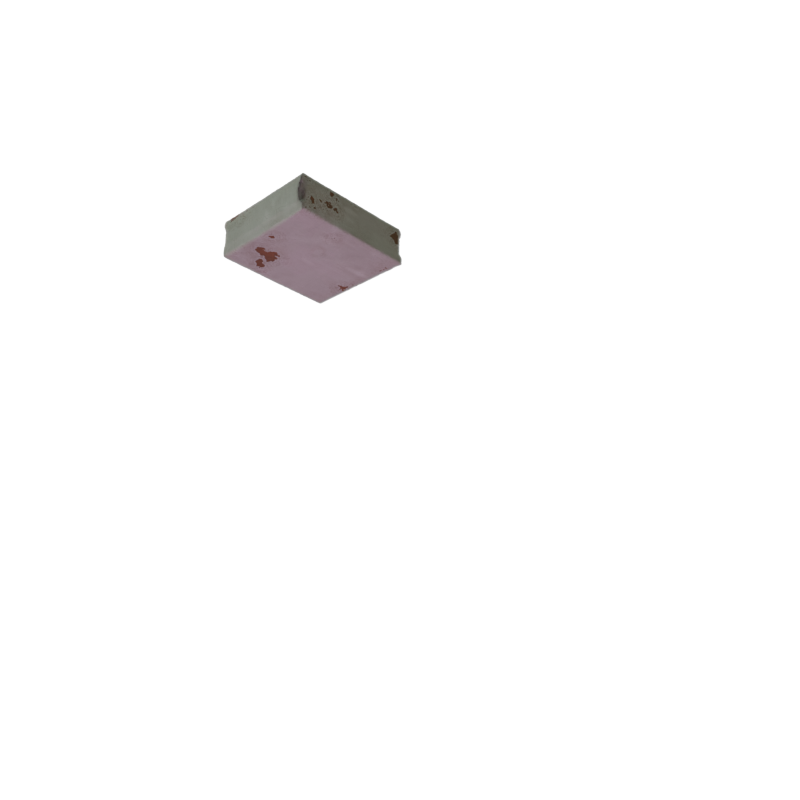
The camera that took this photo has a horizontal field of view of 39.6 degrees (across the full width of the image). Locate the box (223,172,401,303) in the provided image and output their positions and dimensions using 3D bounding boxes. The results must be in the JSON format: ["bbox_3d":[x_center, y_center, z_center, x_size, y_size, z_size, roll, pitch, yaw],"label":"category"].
[{"bbox_3d":[-0.055,-0.100,0.699,0.073,0.032,0.084,-25,-36,38],"label":"box"}]
